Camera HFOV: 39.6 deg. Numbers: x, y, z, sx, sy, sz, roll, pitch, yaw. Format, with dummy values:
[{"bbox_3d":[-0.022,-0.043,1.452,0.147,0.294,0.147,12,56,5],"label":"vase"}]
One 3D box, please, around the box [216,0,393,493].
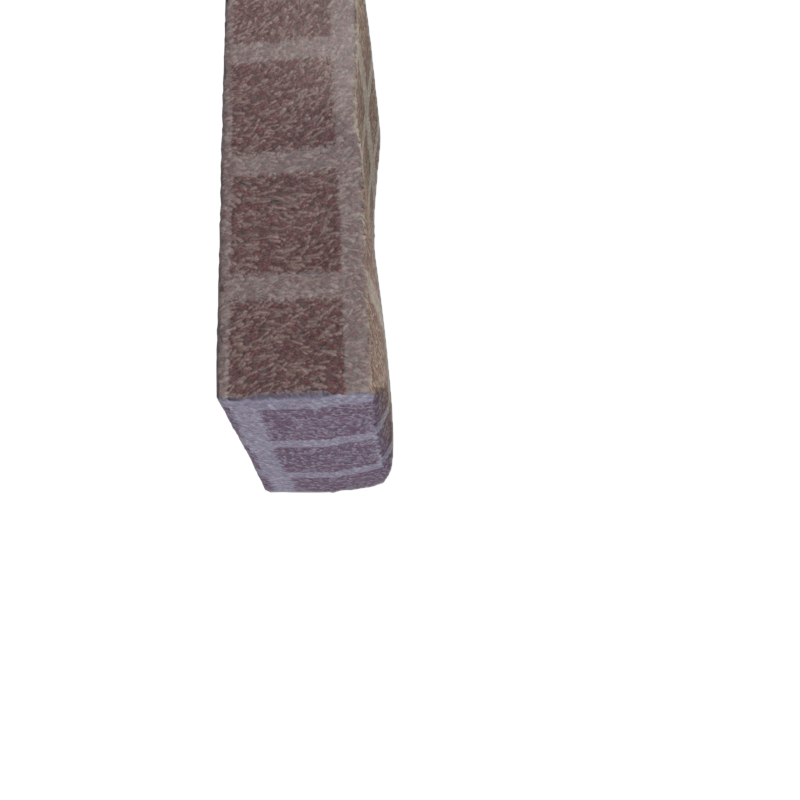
[{"bbox_3d":[-0.043,-0.078,0.545,0.072,0.225,0.155,-2,-22,1],"label":"box"}]
